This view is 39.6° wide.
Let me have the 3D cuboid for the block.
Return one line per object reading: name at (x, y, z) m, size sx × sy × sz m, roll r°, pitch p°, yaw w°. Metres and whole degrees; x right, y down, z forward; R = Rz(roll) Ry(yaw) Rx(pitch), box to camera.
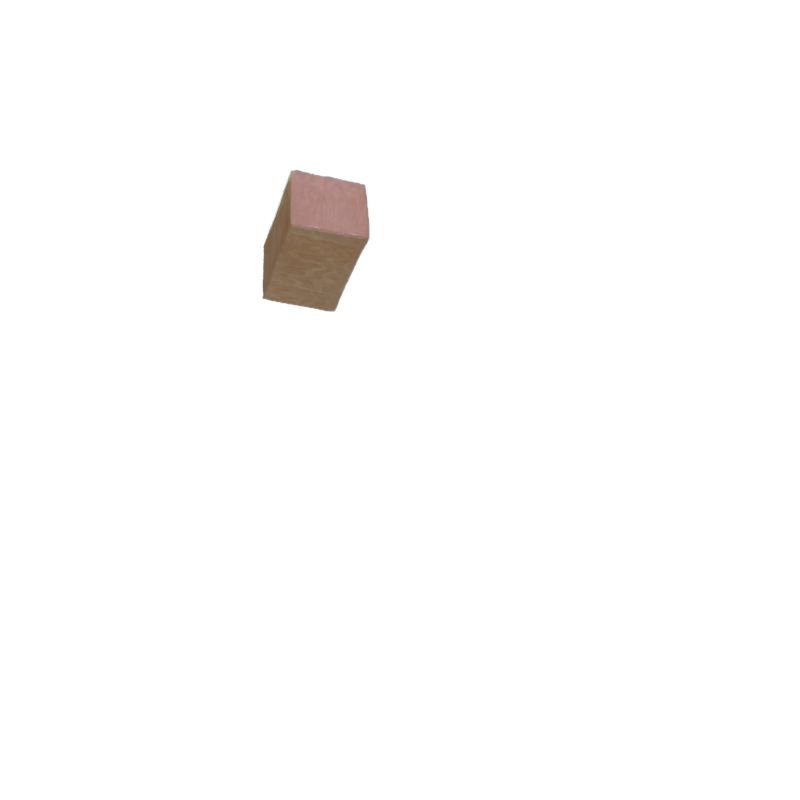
block at (-0.057, -0.104, 0.729) m, size 0.051 × 0.055 × 0.074 m, roll 11°, pitch -40°, yaw -16°
